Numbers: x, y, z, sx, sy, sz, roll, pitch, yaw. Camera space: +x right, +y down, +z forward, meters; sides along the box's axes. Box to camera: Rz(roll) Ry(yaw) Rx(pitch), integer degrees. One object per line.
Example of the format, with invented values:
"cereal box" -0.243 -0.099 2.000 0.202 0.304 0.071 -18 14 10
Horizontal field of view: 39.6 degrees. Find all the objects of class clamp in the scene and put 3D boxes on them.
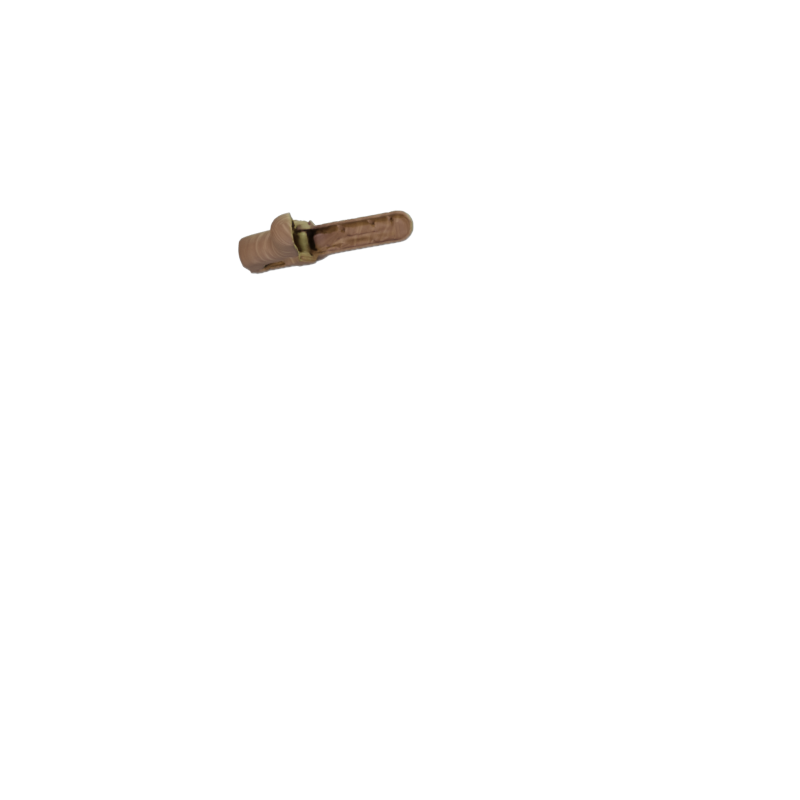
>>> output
"clamp" -0.070 -0.128 0.898 0.117 0.040 0.175 0 1 -24
